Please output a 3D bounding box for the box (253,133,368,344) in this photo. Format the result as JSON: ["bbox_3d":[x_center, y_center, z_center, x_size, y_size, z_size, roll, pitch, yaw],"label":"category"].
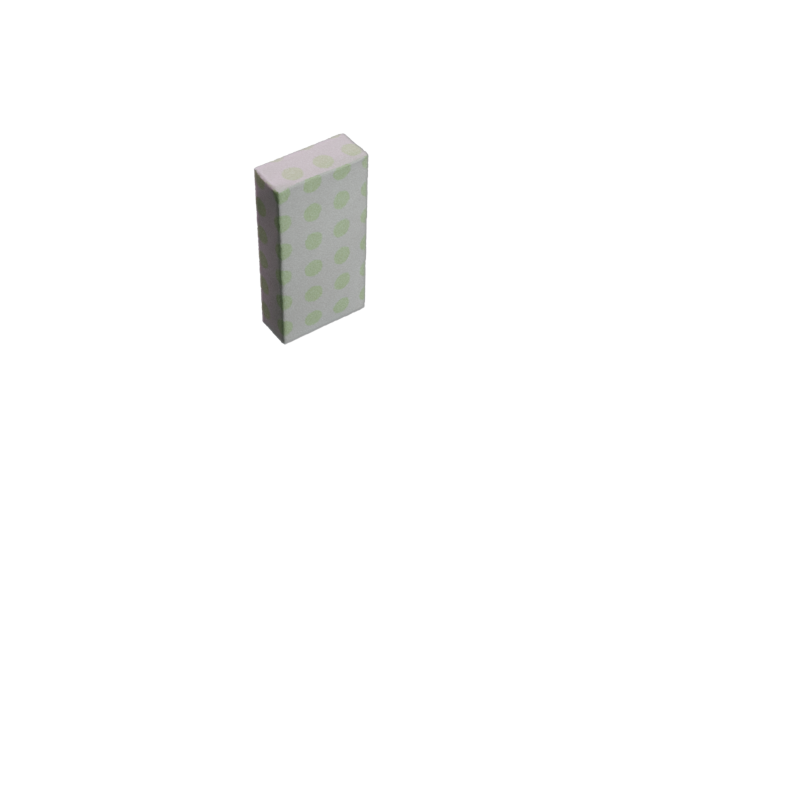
[{"bbox_3d":[-0.076,-0.138,0.969,0.093,0.164,0.052,-27,54,-26],"label":"box"}]
